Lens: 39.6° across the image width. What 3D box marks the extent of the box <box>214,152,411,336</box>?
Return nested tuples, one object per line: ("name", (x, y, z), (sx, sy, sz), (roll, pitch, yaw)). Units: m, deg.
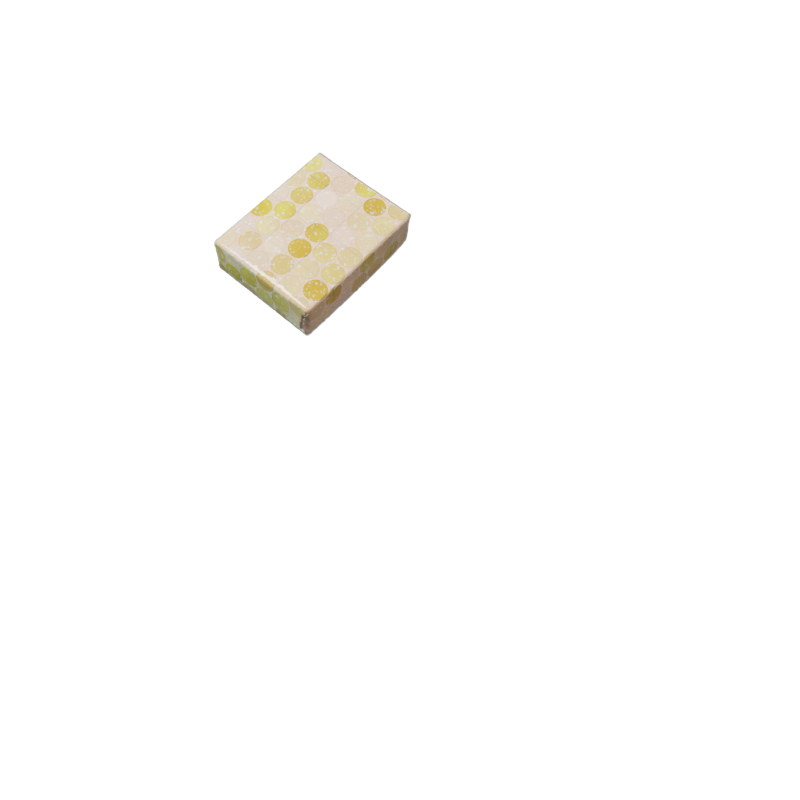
("box", (-0.062, -0.113, 0.792), (0.095, 0.115, 0.036), (36, -27, 21))
